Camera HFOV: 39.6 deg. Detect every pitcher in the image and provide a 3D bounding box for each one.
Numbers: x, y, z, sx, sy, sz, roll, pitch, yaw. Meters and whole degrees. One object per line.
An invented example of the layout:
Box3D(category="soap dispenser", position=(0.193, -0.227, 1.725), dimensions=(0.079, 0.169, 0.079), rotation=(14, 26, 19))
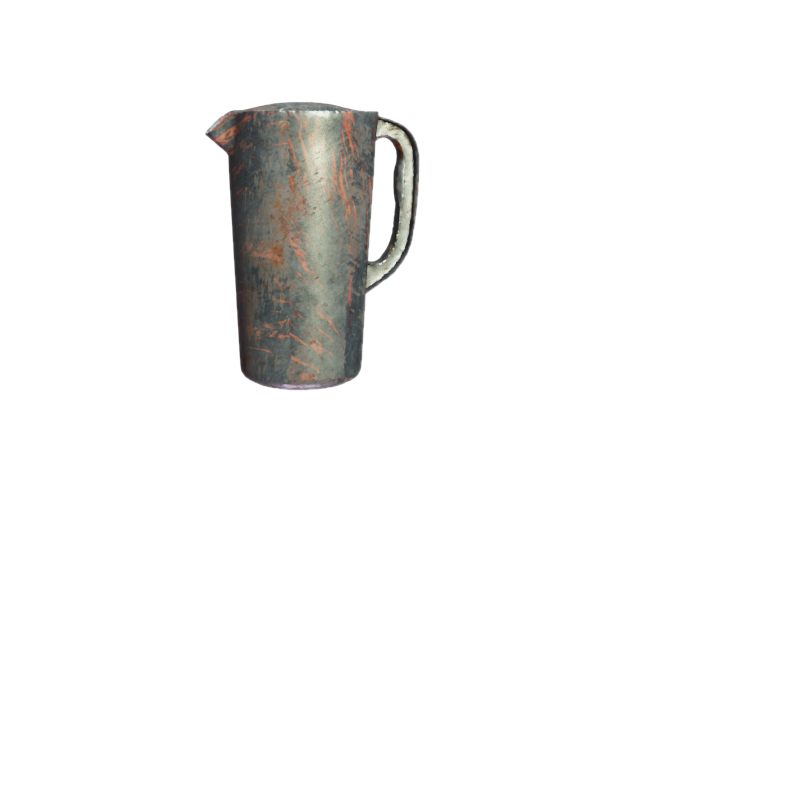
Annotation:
Box3D(category="pitcher", position=(-0.076, -0.139, 0.972), dimensions=(0.155, 0.238, 0.143), rotation=(5, 11, 26))
